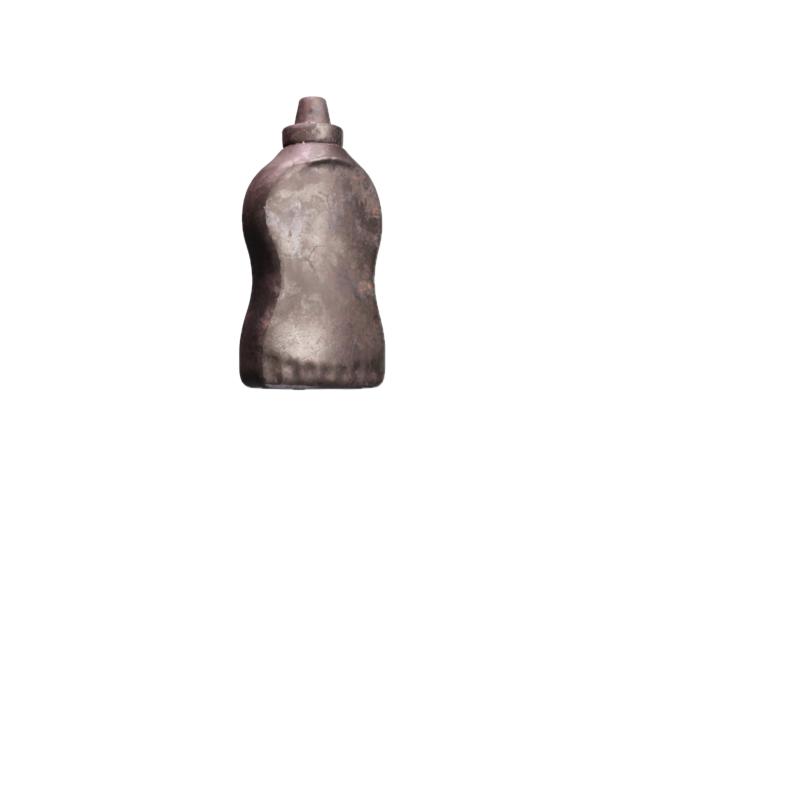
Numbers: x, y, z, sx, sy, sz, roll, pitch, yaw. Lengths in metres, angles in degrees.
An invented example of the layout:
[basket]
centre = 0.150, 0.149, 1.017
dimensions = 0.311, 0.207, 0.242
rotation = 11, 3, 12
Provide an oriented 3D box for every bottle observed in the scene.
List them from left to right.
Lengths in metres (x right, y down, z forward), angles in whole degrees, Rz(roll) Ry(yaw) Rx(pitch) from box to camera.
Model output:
[bottle]
centre = -0.057, -0.104, 0.727
dimensions = 0.093, 0.195, 0.060
rotation = 2, -6, -29
